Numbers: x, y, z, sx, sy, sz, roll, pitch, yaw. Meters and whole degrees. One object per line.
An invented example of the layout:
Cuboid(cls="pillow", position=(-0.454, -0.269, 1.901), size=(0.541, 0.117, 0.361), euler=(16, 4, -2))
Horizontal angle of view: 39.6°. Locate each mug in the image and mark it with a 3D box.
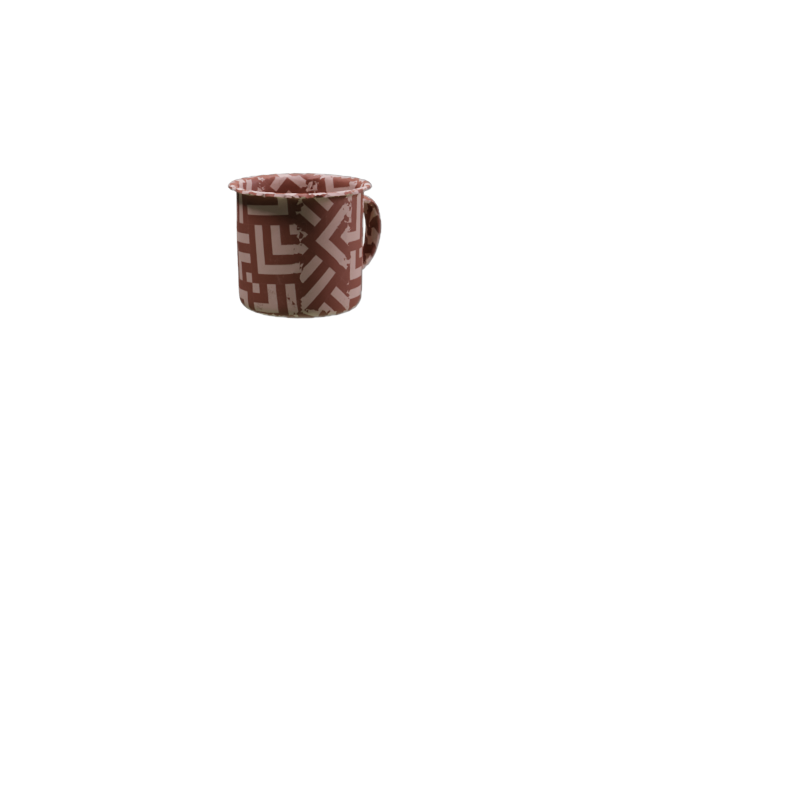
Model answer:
Cuboid(cls="mug", position=(-0.057, -0.105, 0.733), size=(0.098, 0.079, 0.115), euler=(15, 22, 41))
